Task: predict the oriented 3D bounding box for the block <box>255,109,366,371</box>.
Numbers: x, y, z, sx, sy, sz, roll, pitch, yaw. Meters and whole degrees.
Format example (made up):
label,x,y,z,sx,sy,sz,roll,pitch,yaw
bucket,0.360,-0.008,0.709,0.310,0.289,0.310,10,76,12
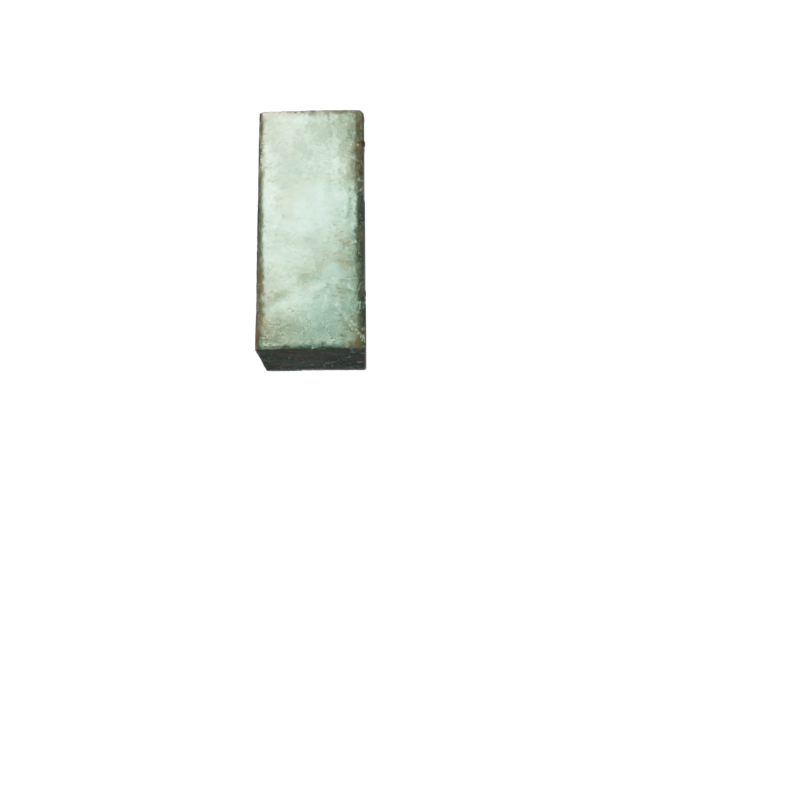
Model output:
label,x,y,z,sx,sy,sz,roll,pitch,yaw
block,-0.074,-0.135,0.948,0.090,0.215,0.087,-1,-16,1
